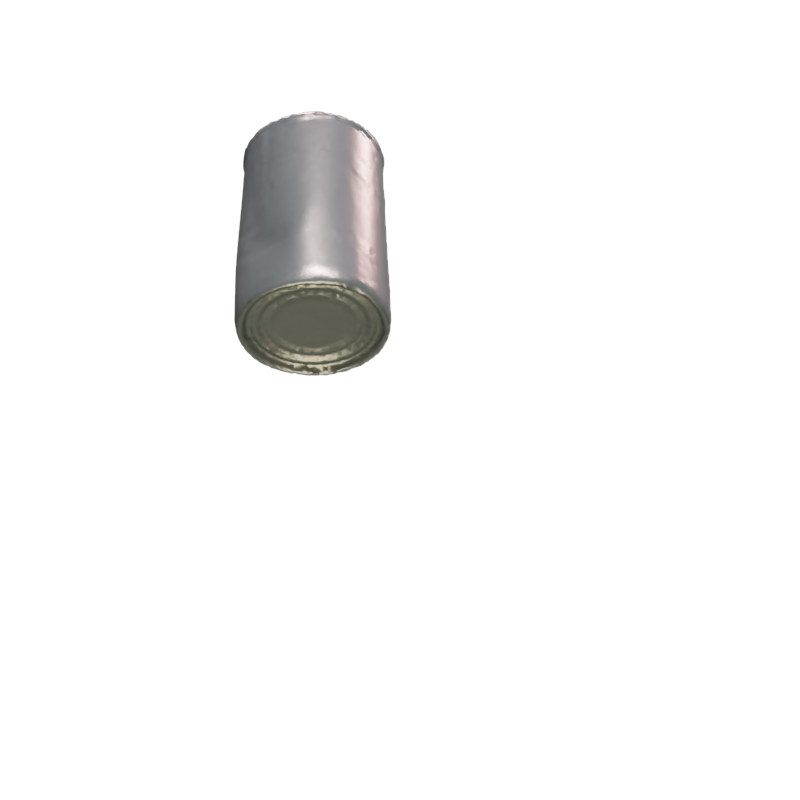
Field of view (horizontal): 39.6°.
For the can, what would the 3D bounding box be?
[{"bbox_3d":[-0.039,-0.071,0.499,0.068,0.110,0.064,-1,-39,-3],"label":"can"}]
